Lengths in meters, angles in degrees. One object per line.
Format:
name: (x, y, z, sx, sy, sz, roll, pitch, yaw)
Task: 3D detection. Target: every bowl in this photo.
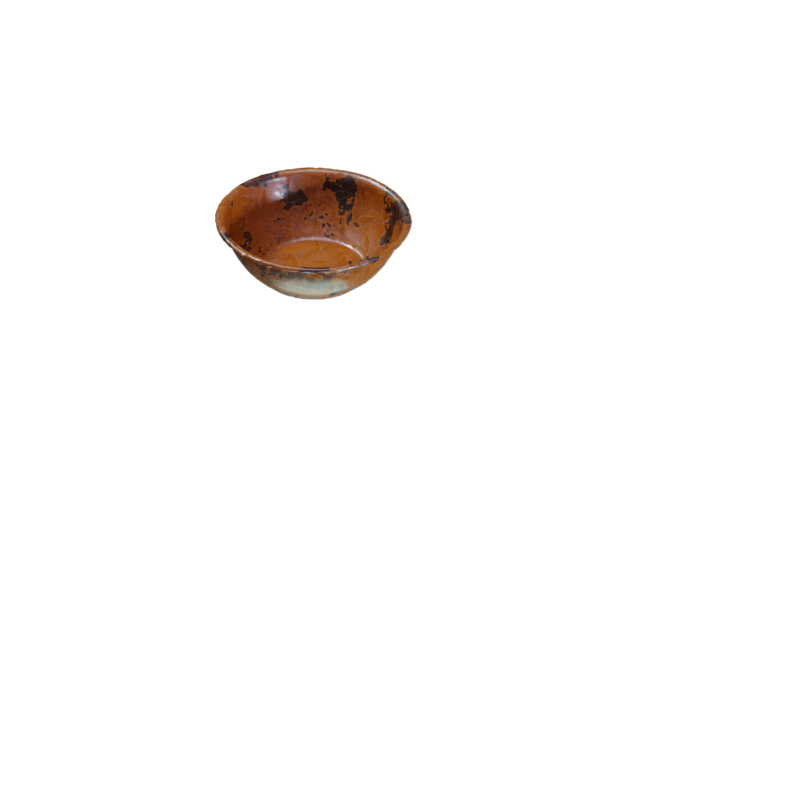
bowl: (-0.072, -0.132, 0.925, 0.162, 0.051, 0.173, -1, 38, -2)
